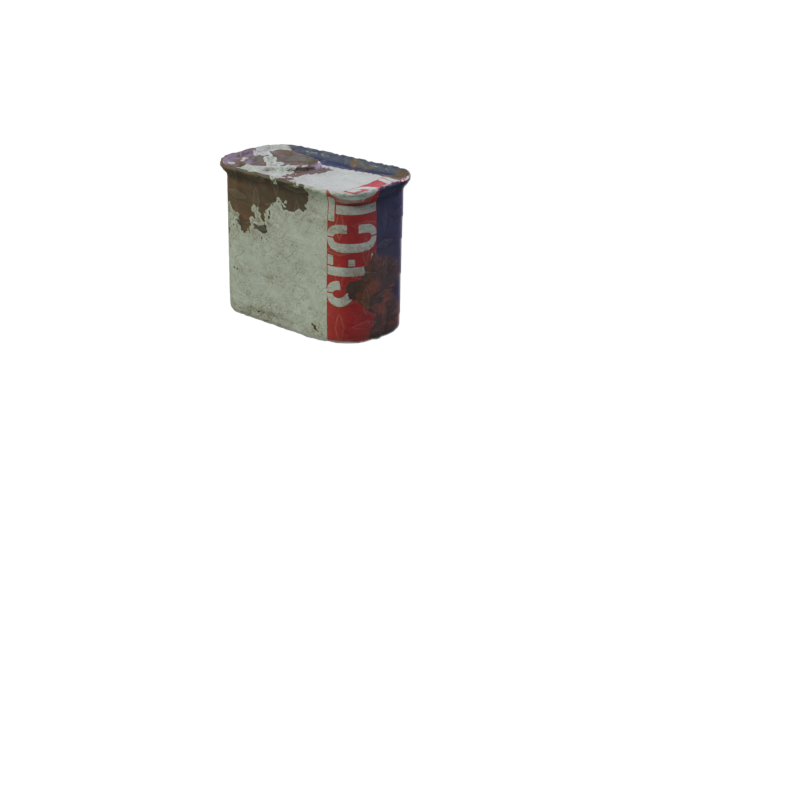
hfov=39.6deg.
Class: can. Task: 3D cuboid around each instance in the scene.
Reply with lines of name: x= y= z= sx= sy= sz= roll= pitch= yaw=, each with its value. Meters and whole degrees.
can: x=-0.046 y=-0.084 z=0.586 sx=0.108 sy=0.080 sz=0.057 roll=19 pitch=28 yaw=36
